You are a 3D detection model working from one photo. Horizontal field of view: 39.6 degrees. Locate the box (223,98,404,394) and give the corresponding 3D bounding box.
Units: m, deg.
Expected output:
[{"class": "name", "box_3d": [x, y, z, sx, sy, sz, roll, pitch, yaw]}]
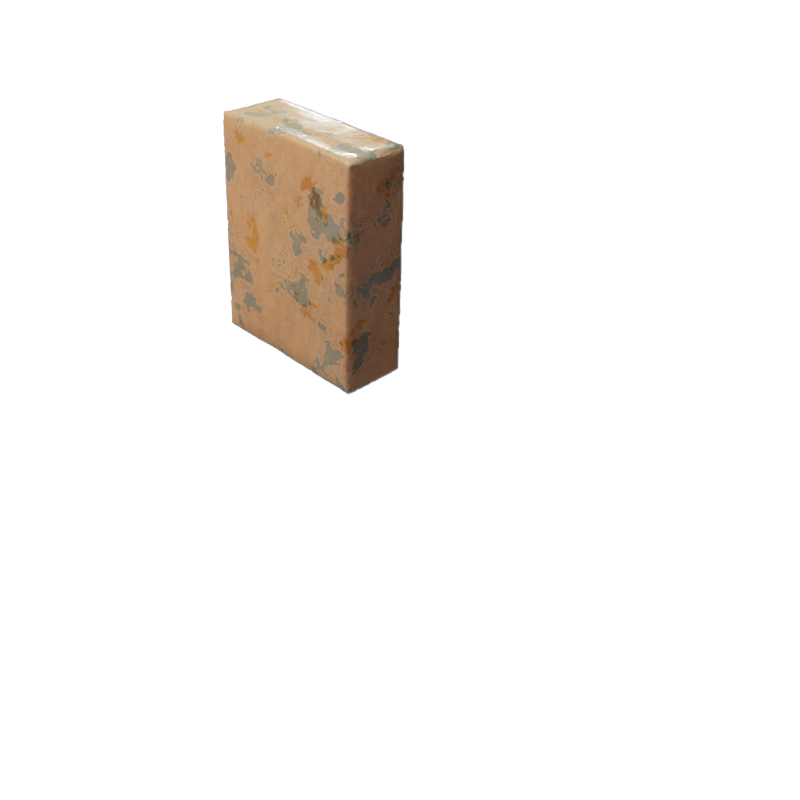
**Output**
[{"class": "box", "box_3d": [-0.075, -0.137, 0.963, 0.071, 0.202, 0.175, -22, 37, -37]}]
